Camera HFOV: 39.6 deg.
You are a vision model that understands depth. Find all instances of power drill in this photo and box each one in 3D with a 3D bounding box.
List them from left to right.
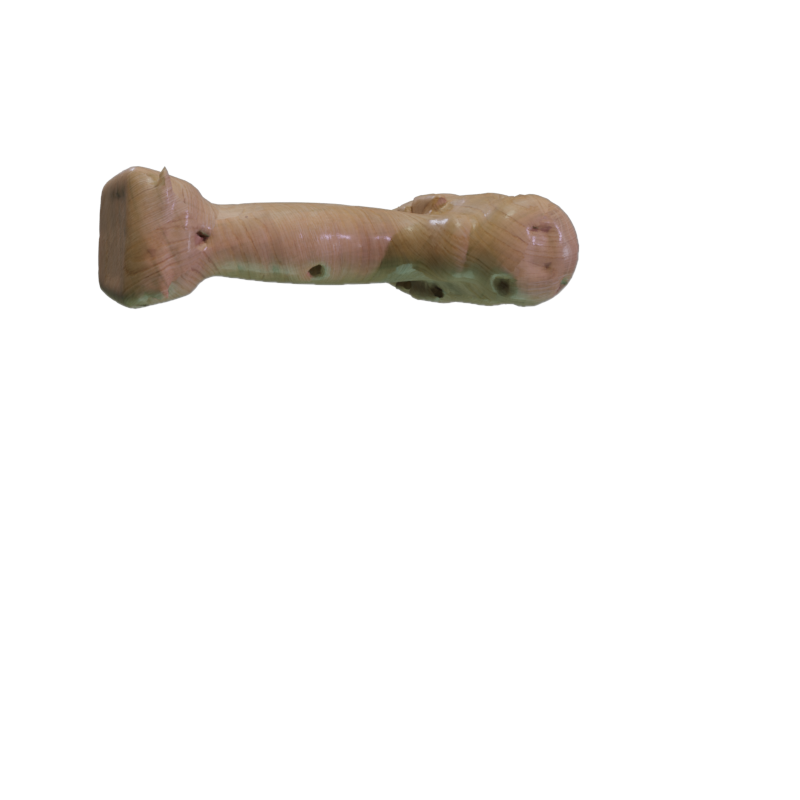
[{"bbox_3d":[-0.039,-0.072,0.504,0.183,0.057,0.189,-2,6,-18],"label":"power drill"}]
